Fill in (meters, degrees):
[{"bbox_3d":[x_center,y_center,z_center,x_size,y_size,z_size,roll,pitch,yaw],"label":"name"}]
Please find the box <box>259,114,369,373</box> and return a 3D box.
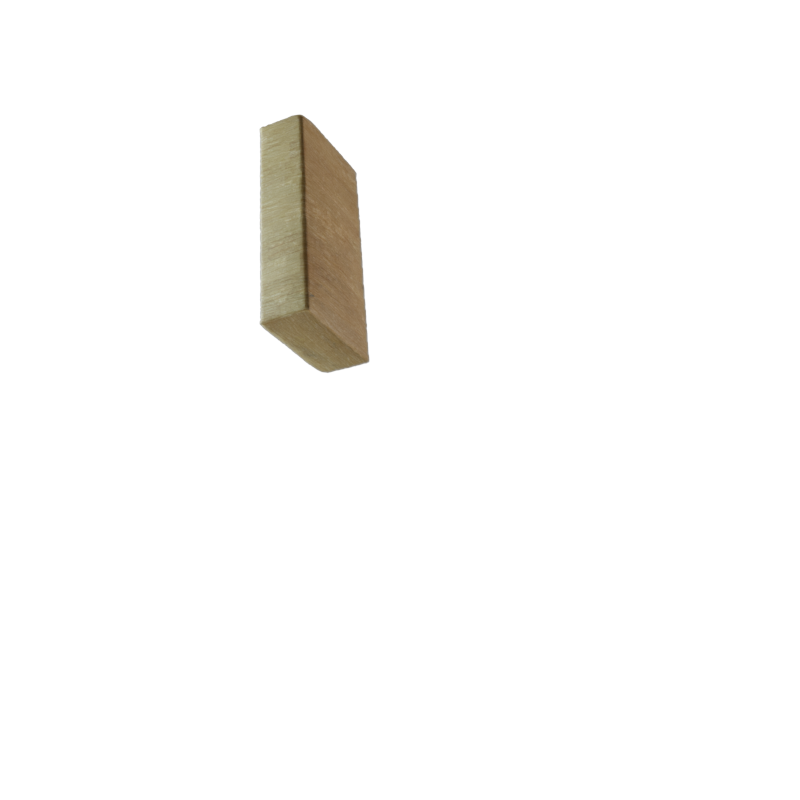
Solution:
[{"bbox_3d":[-0.064,-0.118,0.825,0.049,0.188,0.086,-17,-33,23],"label":"box"}]
